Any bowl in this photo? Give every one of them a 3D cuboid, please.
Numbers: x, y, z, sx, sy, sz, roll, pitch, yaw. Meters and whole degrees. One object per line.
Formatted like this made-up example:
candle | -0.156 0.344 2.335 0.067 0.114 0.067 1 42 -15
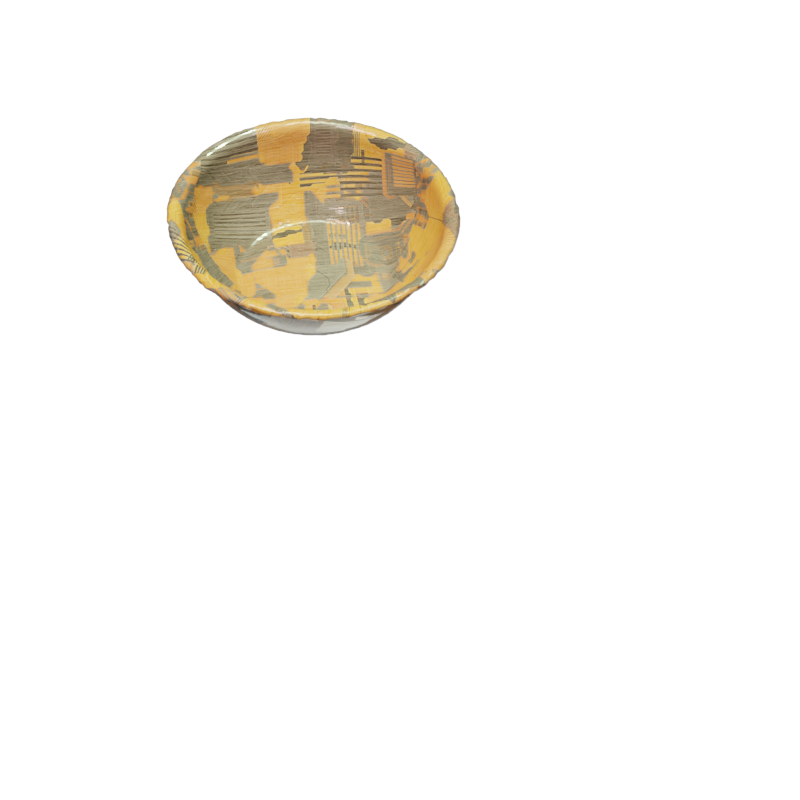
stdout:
bowl | -0.049 -0.090 0.630 0.162 0.174 0.051 -1 -41 -1
